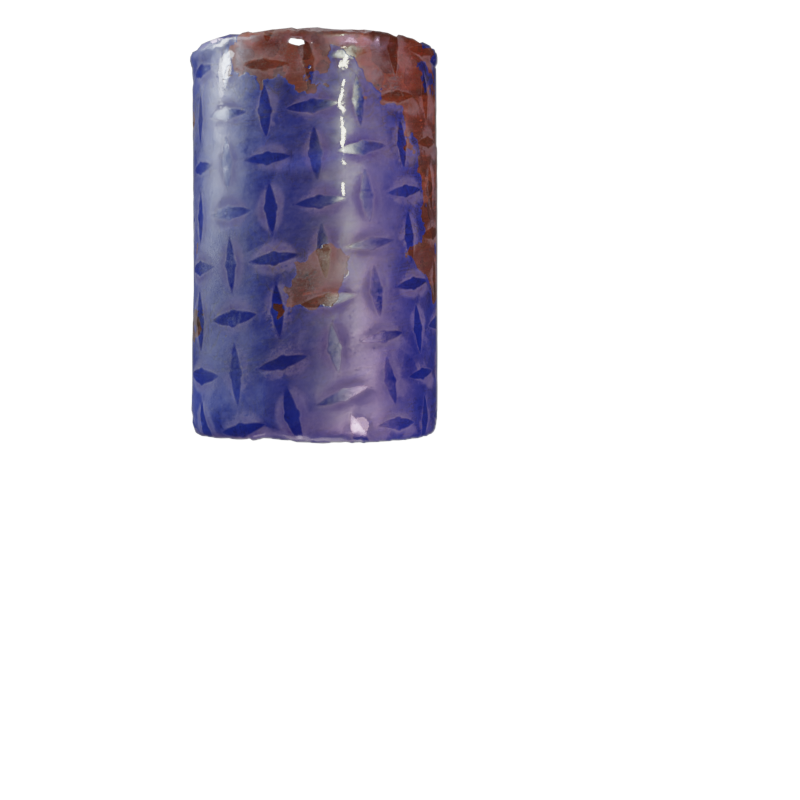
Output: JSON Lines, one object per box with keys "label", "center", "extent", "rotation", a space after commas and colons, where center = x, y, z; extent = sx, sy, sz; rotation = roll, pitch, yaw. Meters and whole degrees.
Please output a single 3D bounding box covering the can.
{"label": "can", "center": [-0.024, -0.043, 0.302], "extent": [0.068, 0.103, 0.068], "rotation": [0, -1, -2]}
